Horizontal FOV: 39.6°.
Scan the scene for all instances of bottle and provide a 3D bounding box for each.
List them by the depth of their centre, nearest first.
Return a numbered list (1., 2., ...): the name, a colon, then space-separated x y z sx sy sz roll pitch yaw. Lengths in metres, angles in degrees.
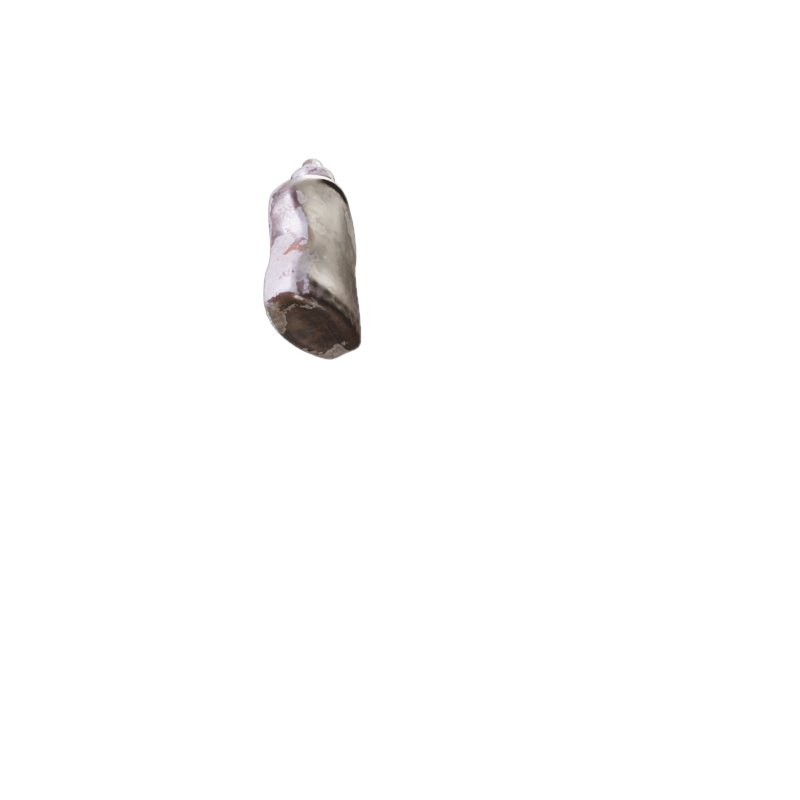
1. bottle: -0.075 -0.135 0.949 0.058 0.206 0.089 -27 -45 27
